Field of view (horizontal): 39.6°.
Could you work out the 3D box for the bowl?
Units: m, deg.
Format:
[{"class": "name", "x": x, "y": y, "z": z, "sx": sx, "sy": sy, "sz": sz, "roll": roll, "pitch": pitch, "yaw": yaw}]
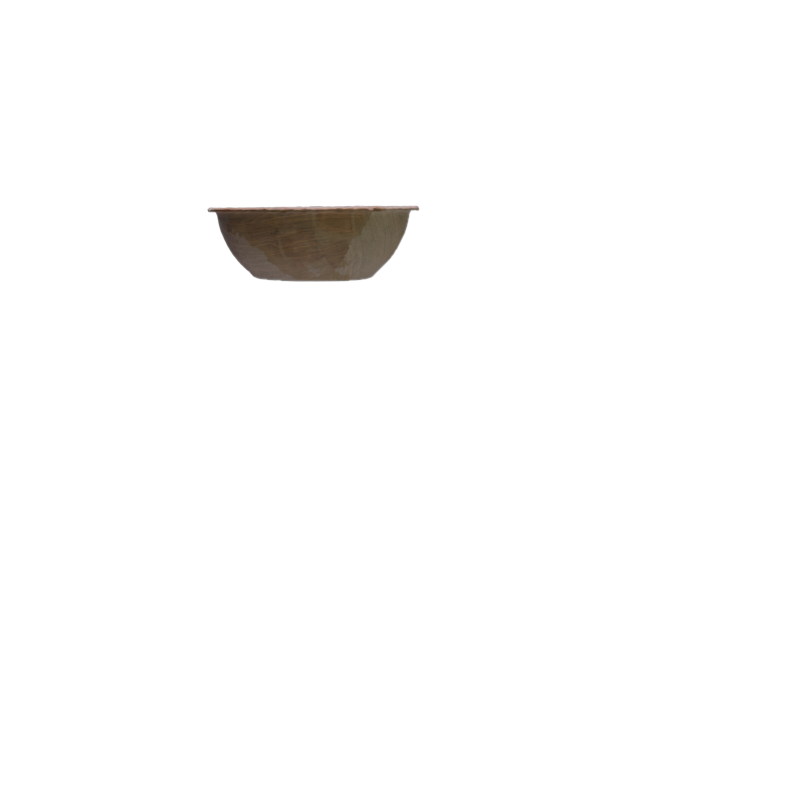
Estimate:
[{"class": "bowl", "x": -0.066, "y": -0.121, "z": 0.846, "sx": 0.162, "sy": 0.054, "sz": 0.165, "roll": 0, "pitch": 10, "yaw": -2}]
